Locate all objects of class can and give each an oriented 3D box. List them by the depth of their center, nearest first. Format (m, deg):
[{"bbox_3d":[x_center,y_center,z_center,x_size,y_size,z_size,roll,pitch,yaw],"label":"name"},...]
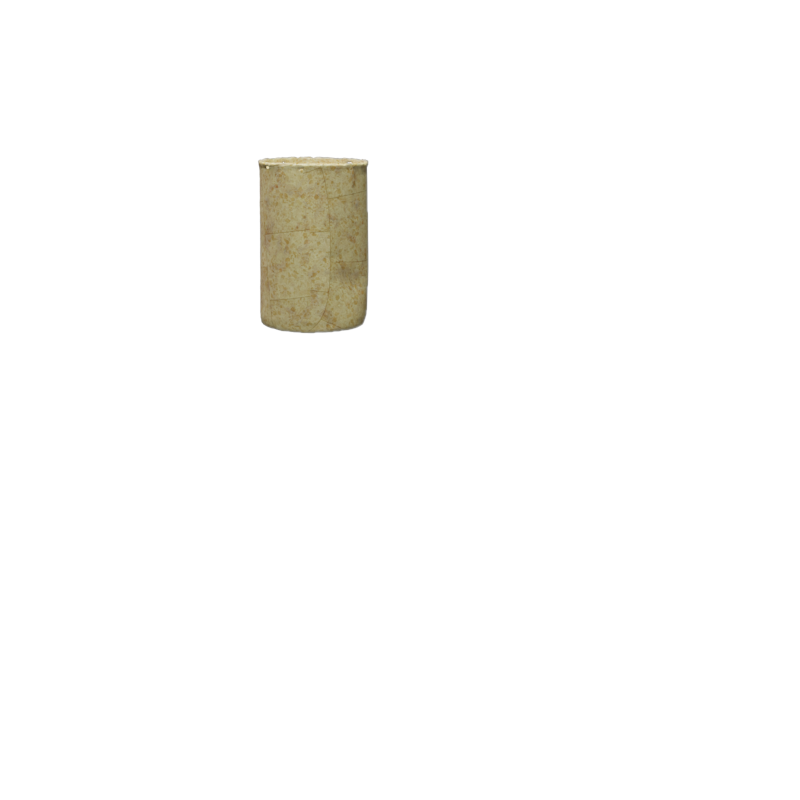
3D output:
[{"bbox_3d":[-0.054,-0.098,0.689,0.068,0.100,0.070,0,11,-2],"label":"can"}]
